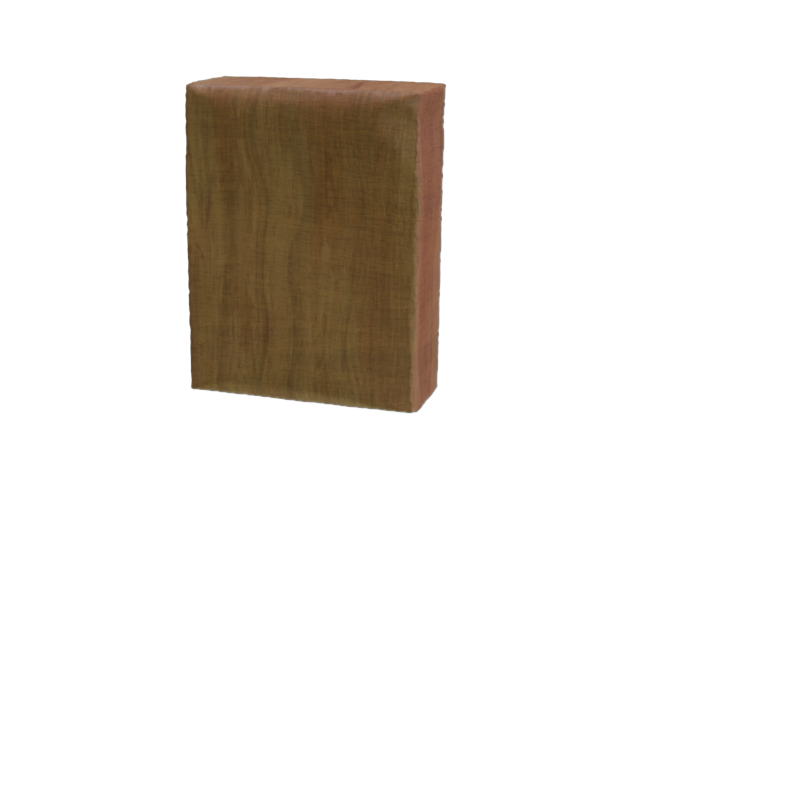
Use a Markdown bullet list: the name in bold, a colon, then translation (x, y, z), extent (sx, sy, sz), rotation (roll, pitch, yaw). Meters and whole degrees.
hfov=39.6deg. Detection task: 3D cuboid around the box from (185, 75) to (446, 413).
- **box**: translation (-0.058, -0.107, 0.747), extent (0.169, 0.207, 0.072), rotation (6, 15, 18)
